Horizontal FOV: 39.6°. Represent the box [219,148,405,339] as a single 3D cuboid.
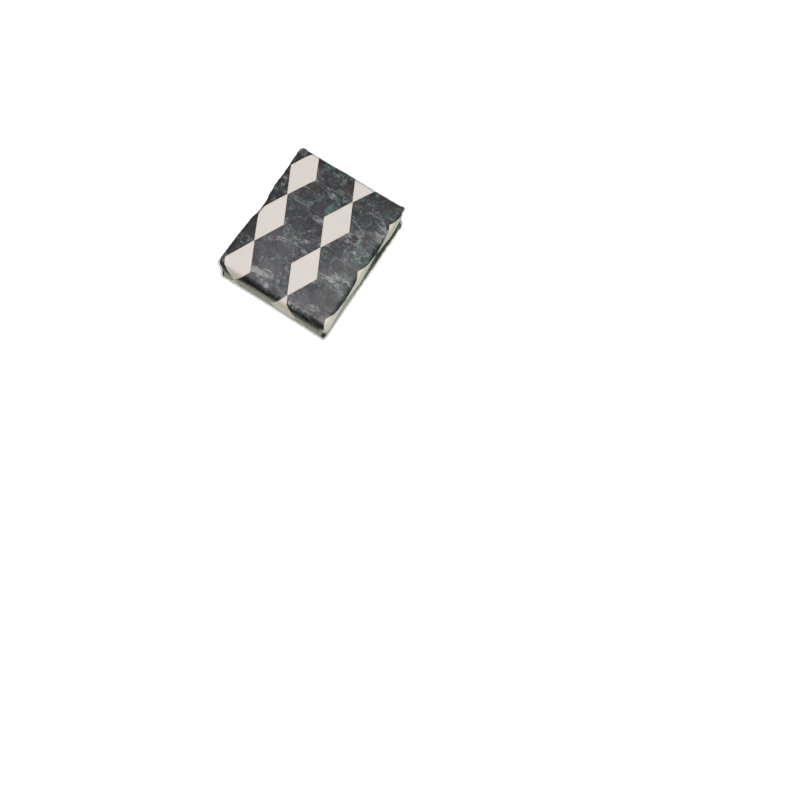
[{"bbox_3d":[-0.051,-0.092,0.646,0.075,0.091,0.029,31,-17,10],"label":"box"}]
